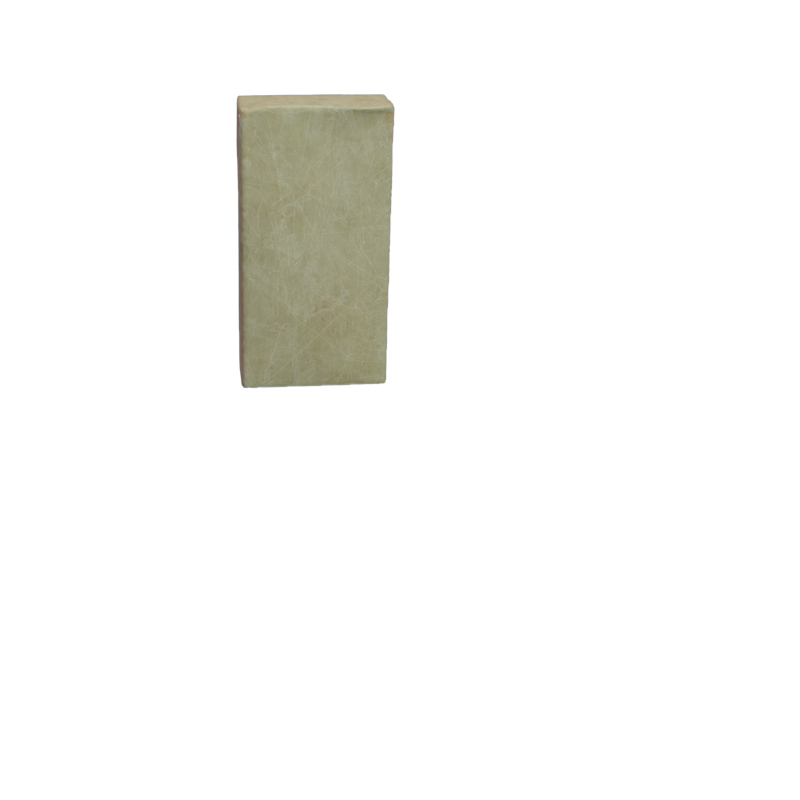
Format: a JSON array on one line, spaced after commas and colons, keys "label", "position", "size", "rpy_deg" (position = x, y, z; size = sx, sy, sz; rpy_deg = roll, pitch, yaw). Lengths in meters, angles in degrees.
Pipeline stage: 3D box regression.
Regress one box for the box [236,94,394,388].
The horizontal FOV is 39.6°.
[{"label": "box", "position": [-0.053, -0.097, 0.677], "size": [0.093, 0.168, 0.051], "rpy_deg": [-1, 21, -7]}]
